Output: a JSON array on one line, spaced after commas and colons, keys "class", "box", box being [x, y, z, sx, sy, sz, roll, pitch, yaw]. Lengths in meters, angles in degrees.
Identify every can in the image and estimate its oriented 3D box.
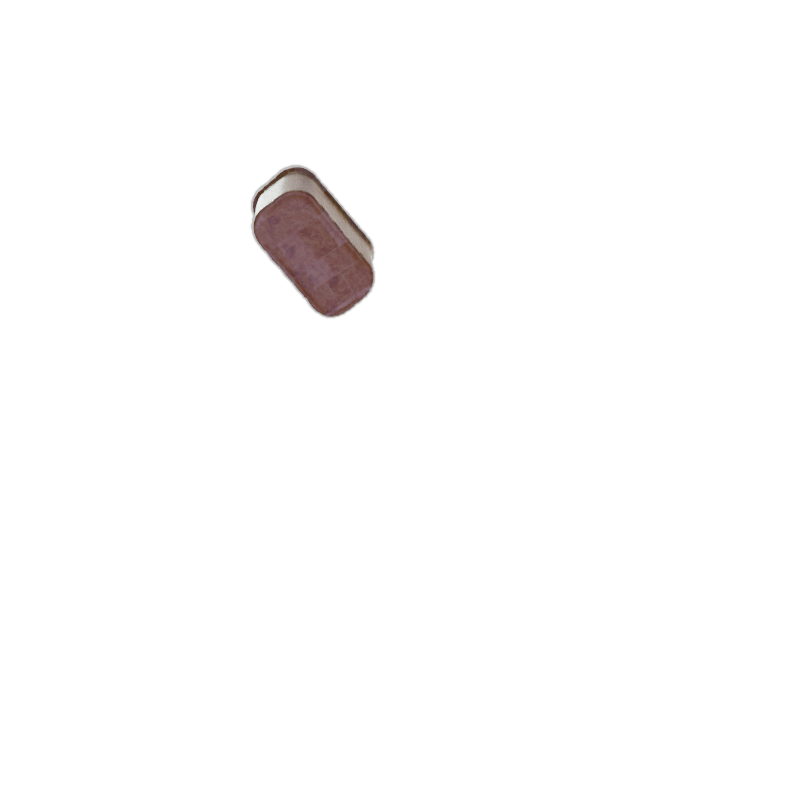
[{"class": "can", "box": [-0.064, -0.117, 0.818, 0.057, 0.099, 0.087, -39, 14, 9]}]
